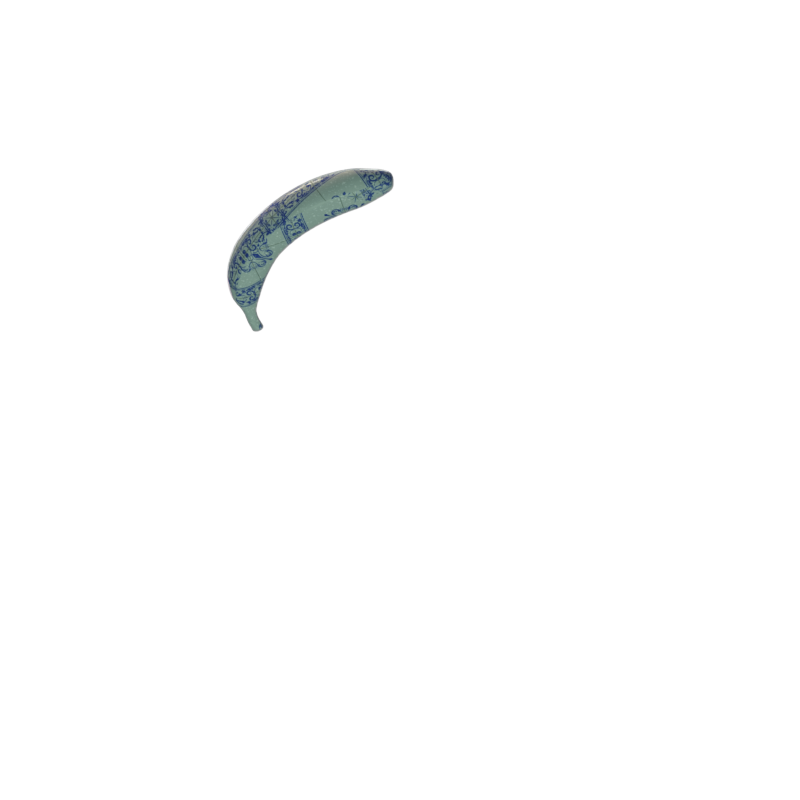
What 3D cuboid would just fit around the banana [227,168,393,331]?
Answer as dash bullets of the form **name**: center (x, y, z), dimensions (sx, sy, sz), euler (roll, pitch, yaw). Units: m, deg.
- **banana**: center (-0.091, -0.141, 0.944), dimensions (0.066, 0.039, 0.194), euler (33, -58, -25)
